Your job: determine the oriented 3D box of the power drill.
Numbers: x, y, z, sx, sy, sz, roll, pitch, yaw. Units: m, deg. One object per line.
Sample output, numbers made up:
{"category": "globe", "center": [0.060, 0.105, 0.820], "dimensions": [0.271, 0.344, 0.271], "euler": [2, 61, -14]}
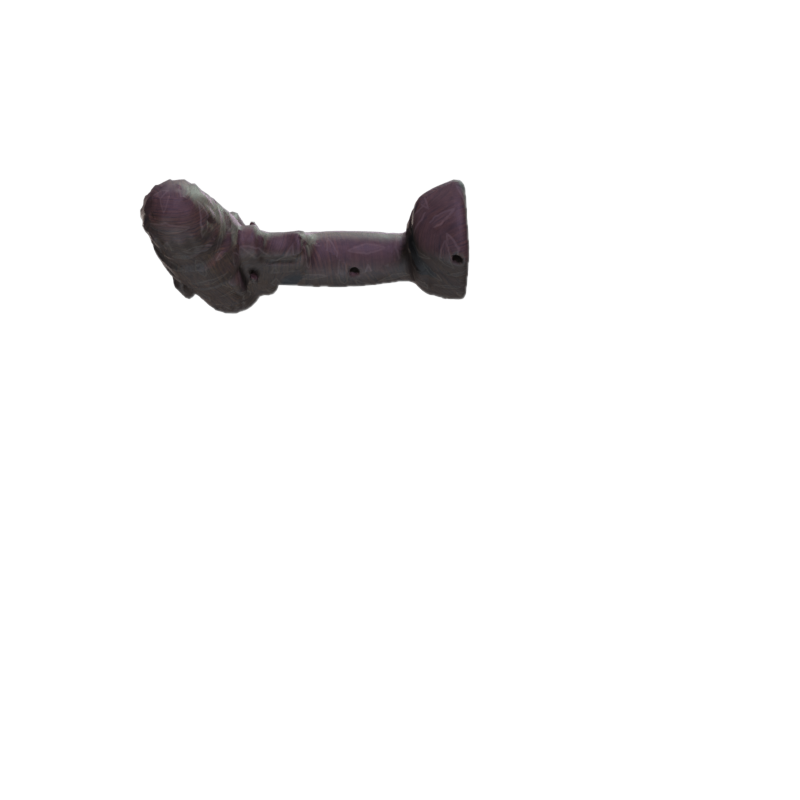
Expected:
{"category": "power drill", "center": [-0.053, -0.097, 0.678], "dimensions": [0.189, 0.059, 0.178], "euler": [-1, -8, 5]}
